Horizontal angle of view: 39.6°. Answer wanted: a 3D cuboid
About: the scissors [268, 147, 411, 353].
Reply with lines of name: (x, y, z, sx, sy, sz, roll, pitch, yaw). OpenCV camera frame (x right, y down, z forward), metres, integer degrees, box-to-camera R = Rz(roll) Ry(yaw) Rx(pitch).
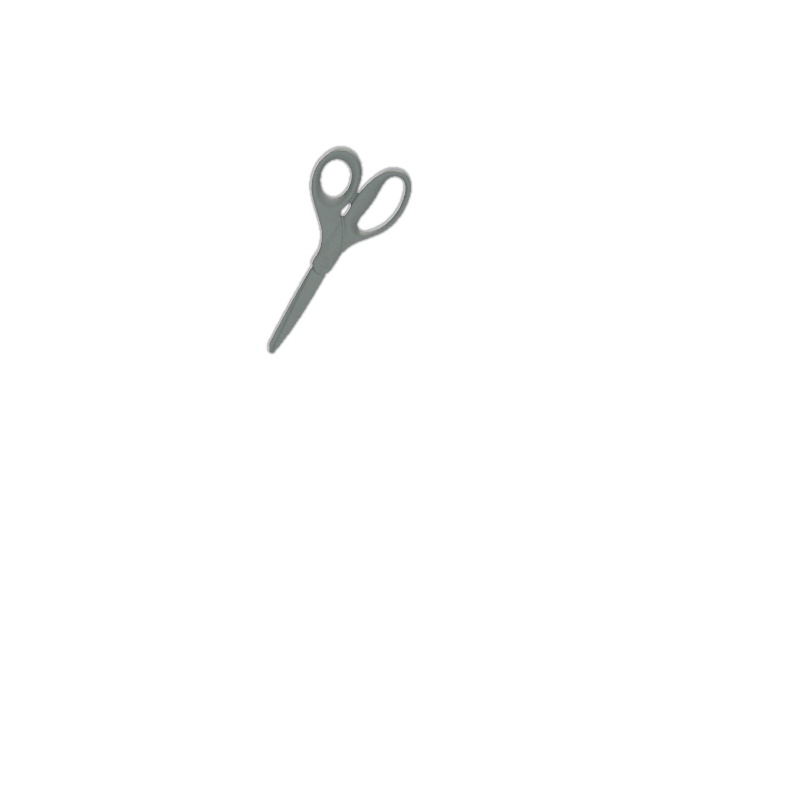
scissors: (-0.077, -0.140, 0.983, 0.200, 0.094, 0.016, -43, 10, 9)
